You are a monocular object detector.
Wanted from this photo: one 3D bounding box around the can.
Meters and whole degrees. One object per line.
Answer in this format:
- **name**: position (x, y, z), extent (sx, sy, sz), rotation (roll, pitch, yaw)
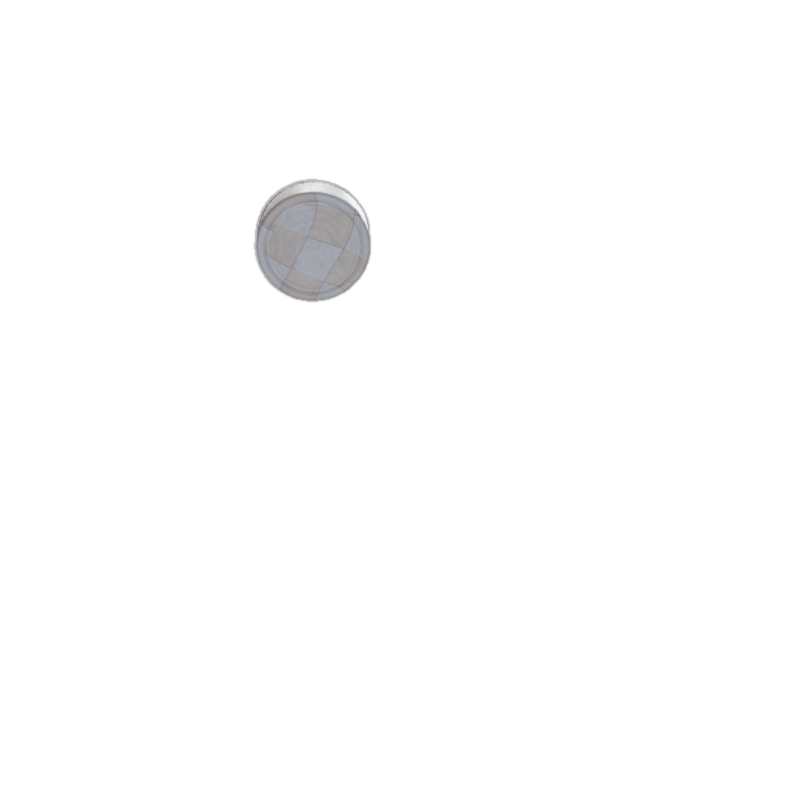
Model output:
- **can**: position (-0.064, -0.117, 0.823), extent (0.086, 0.082, 0.035), rotation (0, 18, -1)
